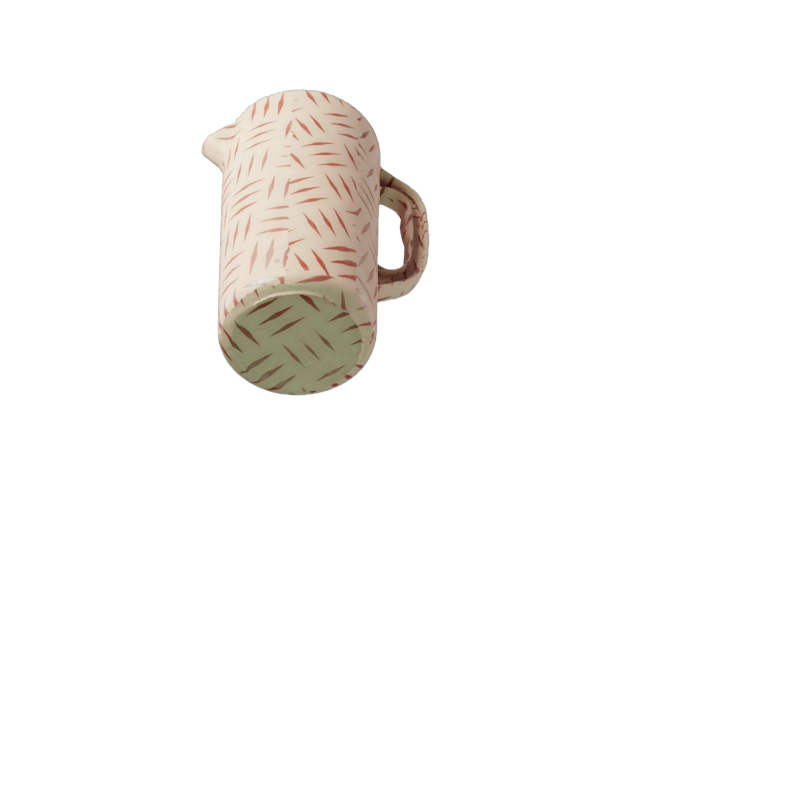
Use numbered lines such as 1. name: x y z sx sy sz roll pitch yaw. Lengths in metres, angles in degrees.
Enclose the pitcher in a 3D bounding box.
1. pitcher: -0.066 -0.120 0.838 0.150 0.134 0.261 -21 39 14
